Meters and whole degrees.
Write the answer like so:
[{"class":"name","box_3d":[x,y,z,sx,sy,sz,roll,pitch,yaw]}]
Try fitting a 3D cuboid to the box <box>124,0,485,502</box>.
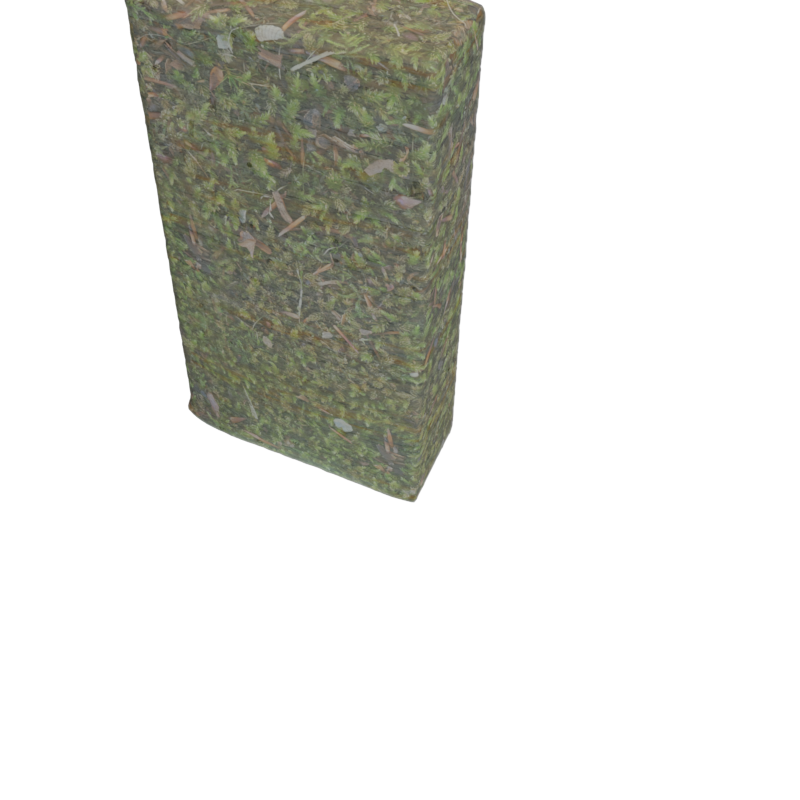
[{"class":"box","box_3d":[-0.027,-0.050,0.350,0.097,0.164,0.050,20,45,17]}]
